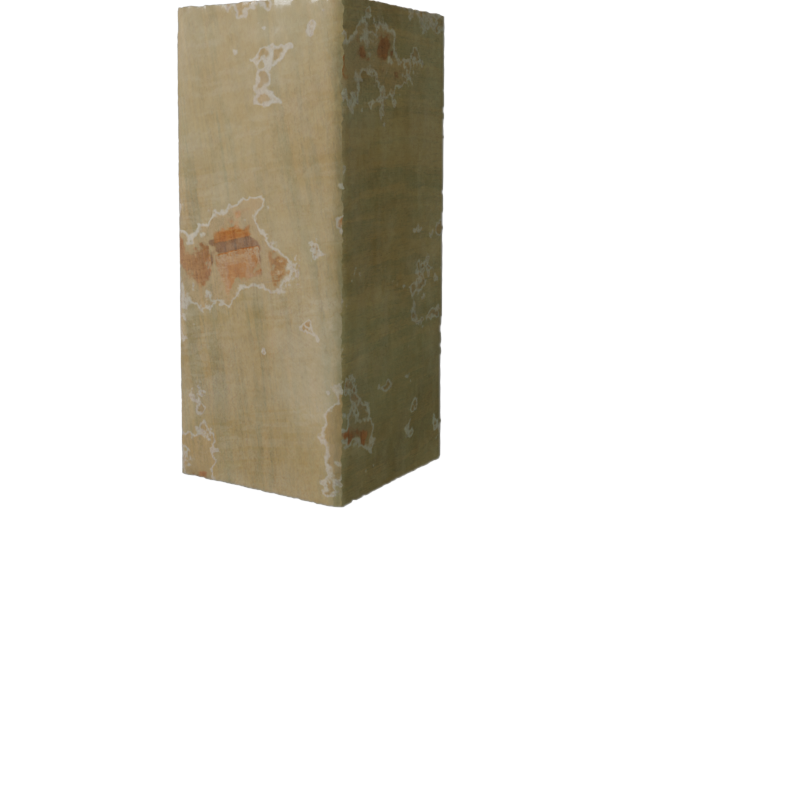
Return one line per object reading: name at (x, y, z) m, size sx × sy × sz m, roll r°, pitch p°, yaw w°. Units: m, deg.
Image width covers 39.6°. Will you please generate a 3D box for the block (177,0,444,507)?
block at (-0.040, -0.072, 0.501) m, size 0.094 × 0.203 × 0.088 m, roll 5°, pitch 8°, yaw 31°
